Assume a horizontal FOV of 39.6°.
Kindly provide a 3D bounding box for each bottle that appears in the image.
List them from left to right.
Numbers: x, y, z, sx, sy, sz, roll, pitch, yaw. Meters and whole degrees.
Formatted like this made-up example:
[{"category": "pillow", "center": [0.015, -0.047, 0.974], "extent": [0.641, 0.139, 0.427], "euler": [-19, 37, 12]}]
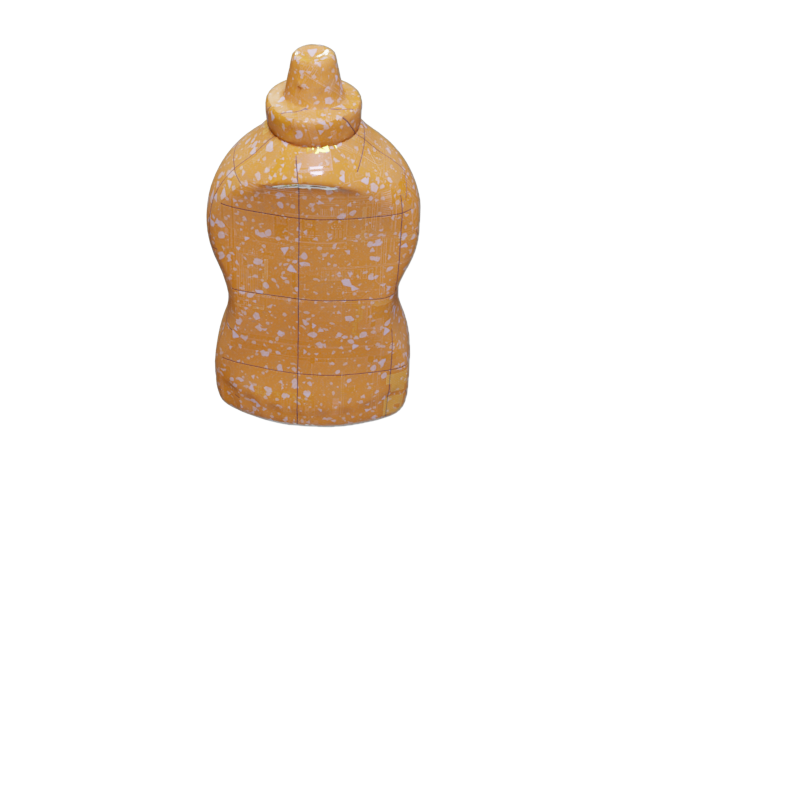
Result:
[{"category": "bottle", "center": [-0.040, -0.073, 0.510], "extent": [0.097, 0.179, 0.062], "euler": [5, 40, 3]}]
